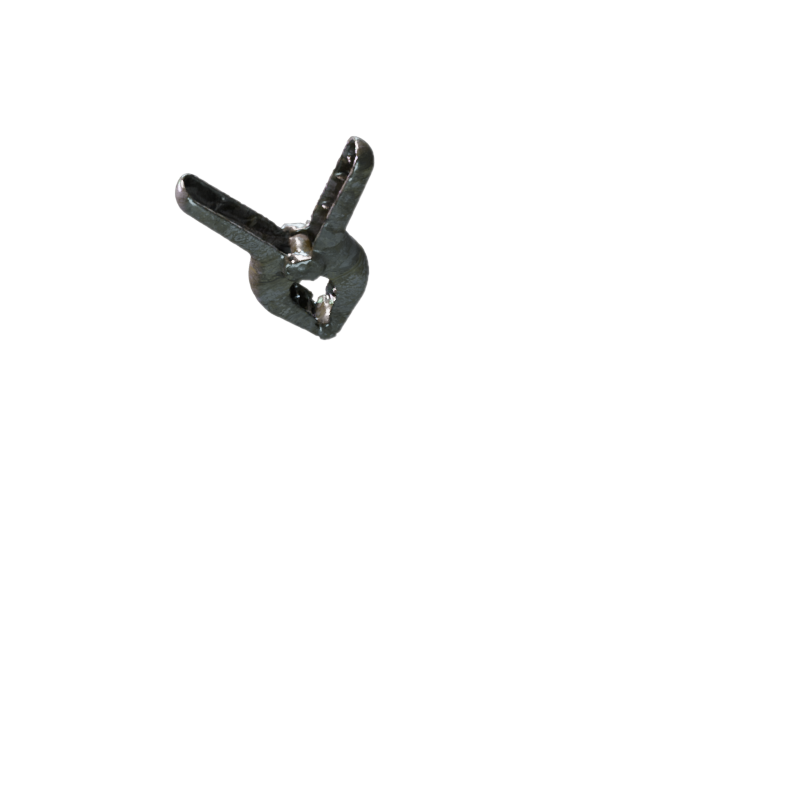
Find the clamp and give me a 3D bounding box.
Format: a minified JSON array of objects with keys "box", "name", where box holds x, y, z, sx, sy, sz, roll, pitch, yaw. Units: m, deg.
[{"box":[-0.055,-0.101,0.707,0.121,0.042,0.158,-11,-34,16],"name":"clamp"}]
